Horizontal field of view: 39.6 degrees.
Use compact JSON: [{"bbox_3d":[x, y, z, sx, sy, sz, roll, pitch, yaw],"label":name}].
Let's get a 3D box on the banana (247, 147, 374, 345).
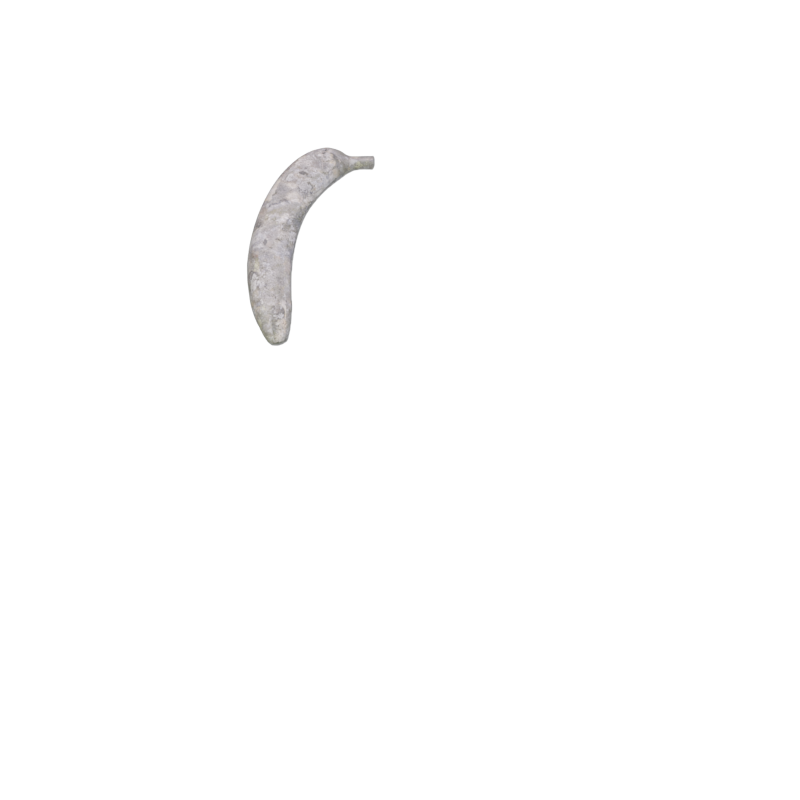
[{"bbox_3d":[-0.087,-0.141,0.921,0.071,0.205,0.035,20,-24,8],"label":"banana"}]
